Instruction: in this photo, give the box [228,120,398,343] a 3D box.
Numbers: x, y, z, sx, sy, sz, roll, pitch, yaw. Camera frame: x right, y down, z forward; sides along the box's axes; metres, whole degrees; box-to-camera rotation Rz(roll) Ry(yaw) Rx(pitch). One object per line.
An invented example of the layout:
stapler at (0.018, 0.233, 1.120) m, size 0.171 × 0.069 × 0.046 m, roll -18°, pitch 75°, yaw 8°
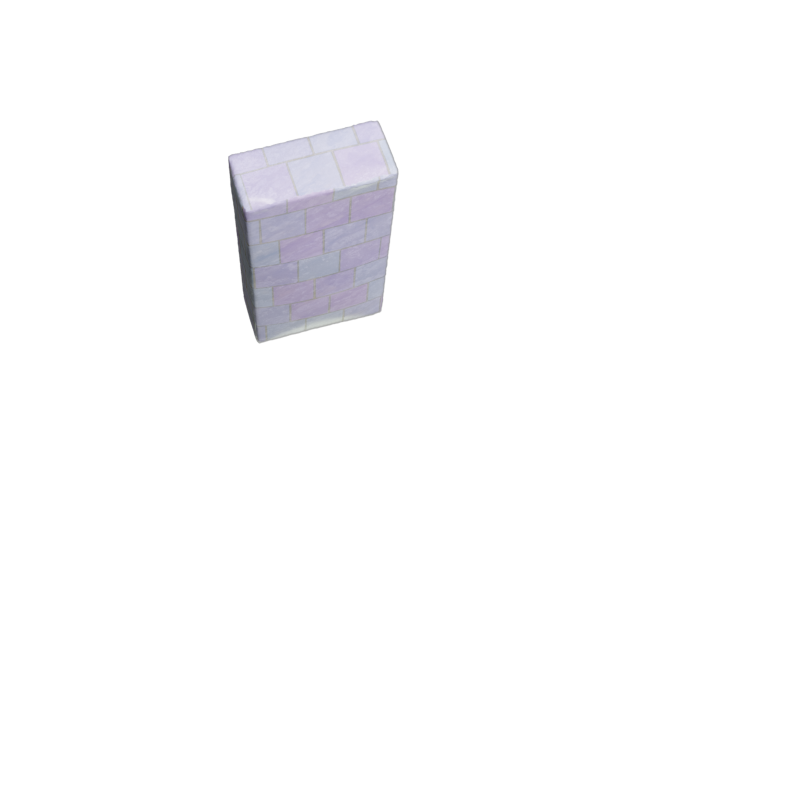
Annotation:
box at (-0.055, -0.099, 0.697) m, size 0.093 × 0.051 × 0.167 m, roll -15°, pitch -19°, yaw -9°
